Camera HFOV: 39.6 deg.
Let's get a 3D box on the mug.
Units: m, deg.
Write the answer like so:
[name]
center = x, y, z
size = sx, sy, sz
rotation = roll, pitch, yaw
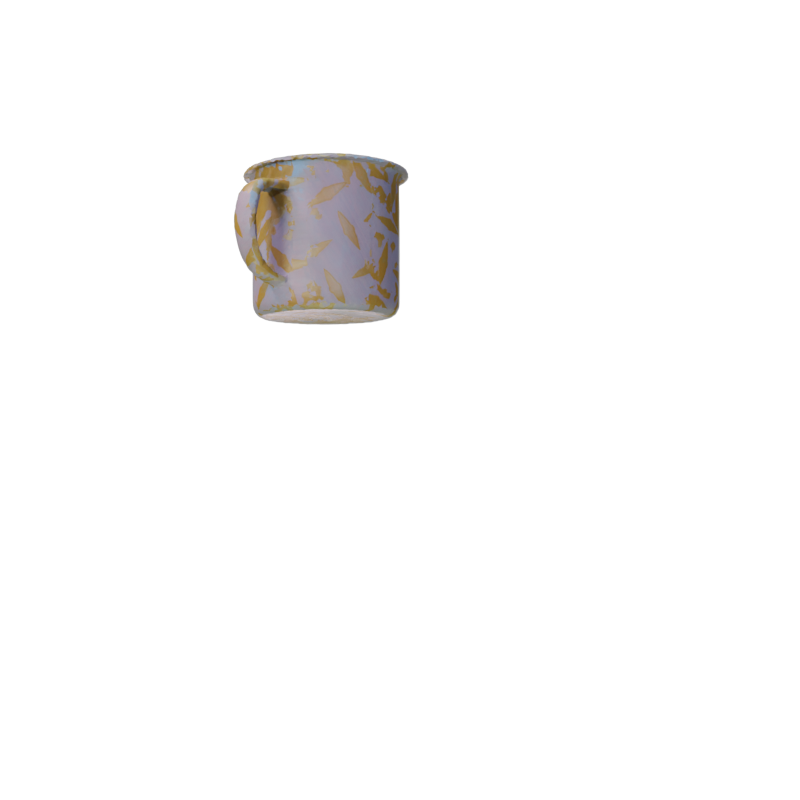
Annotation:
[mug]
center = -0.048, -0.087, 0.610
size = 0.096, 0.083, 0.111
rotation = -5, -7, 33
